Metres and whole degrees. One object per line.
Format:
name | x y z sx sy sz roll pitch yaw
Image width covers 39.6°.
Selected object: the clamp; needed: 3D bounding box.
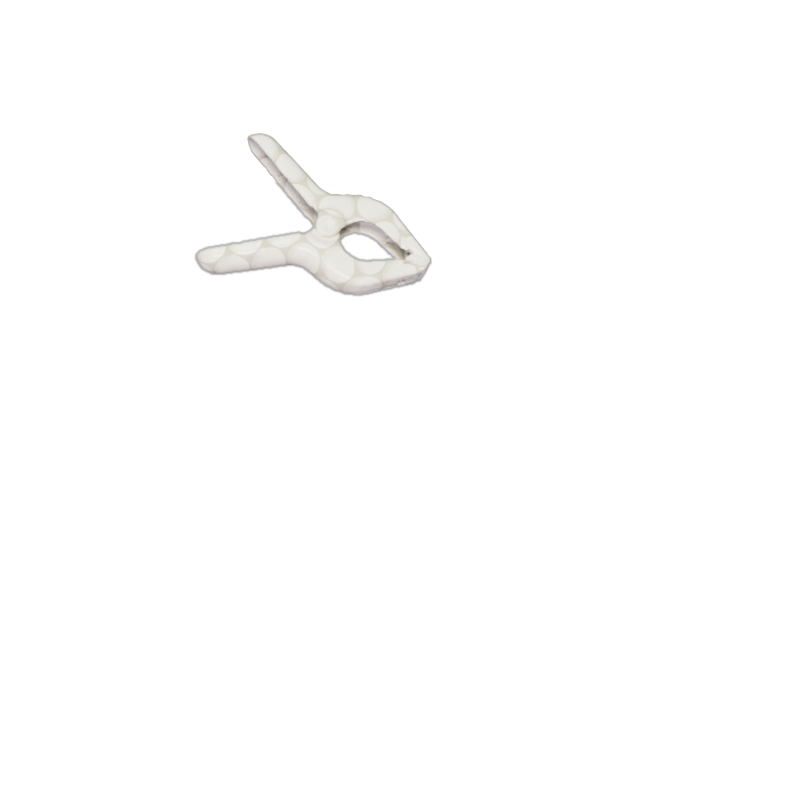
clamp | -0.065 -0.119 0.836 0.175 0.123 0.038 27 -15 8
